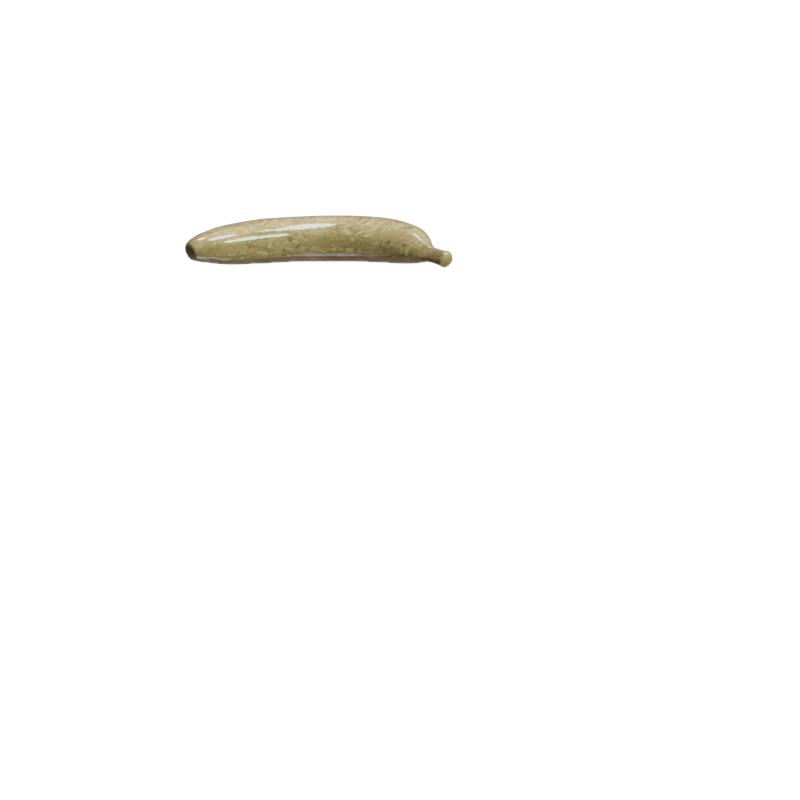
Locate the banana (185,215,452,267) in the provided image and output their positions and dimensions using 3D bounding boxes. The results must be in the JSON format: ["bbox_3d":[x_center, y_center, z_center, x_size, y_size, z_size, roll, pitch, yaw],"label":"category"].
[{"bbox_3d":[-0.063,-0.122,0.849,0.197,0.036,0.071,0,10,-1],"label":"banana"}]
